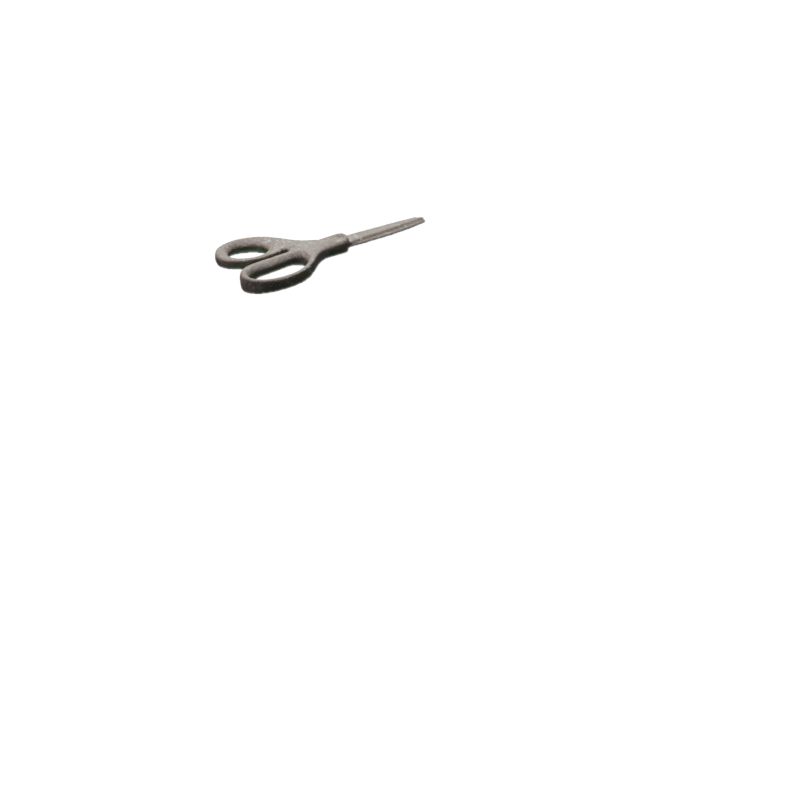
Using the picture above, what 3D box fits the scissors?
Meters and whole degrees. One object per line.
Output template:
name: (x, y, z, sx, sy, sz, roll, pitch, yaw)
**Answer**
scissors: (-0.074, -0.135, 0.942, 0.101, 0.015, 0.202, 19, 35, 30)
